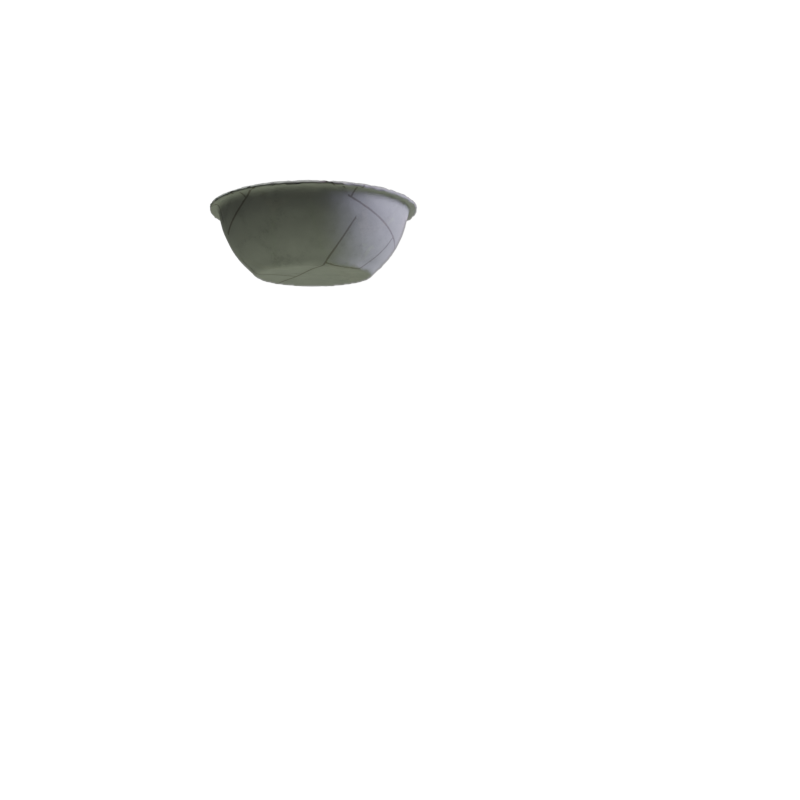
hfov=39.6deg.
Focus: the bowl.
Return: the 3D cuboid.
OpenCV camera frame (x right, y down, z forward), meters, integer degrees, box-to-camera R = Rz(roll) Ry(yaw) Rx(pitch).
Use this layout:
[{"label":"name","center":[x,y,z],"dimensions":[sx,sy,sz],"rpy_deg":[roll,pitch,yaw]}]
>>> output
[{"label":"bowl","center":[-0.067,-0.123,0.860],"dimensions":[0.162,0.056,0.159],"rpy_deg":[0,-6,-2]}]
